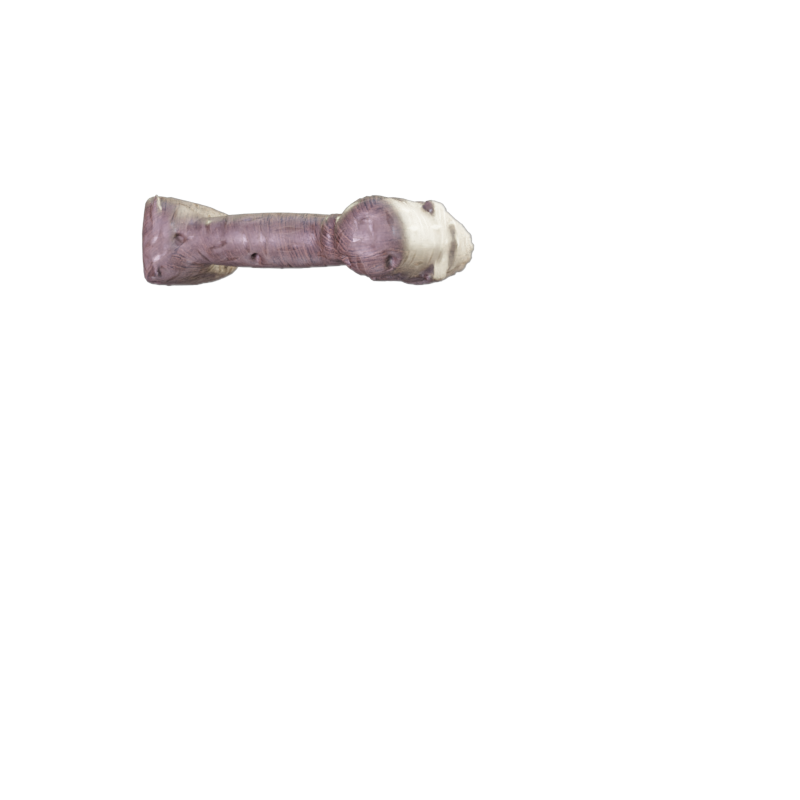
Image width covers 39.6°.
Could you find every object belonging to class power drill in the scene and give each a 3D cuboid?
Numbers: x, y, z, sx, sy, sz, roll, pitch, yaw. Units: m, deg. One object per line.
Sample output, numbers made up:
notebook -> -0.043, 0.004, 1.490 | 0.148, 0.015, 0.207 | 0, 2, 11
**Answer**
power drill -> -0.056, -0.102, 0.712 | 0.192, 0.058, 0.179 | 1, 3, 19
